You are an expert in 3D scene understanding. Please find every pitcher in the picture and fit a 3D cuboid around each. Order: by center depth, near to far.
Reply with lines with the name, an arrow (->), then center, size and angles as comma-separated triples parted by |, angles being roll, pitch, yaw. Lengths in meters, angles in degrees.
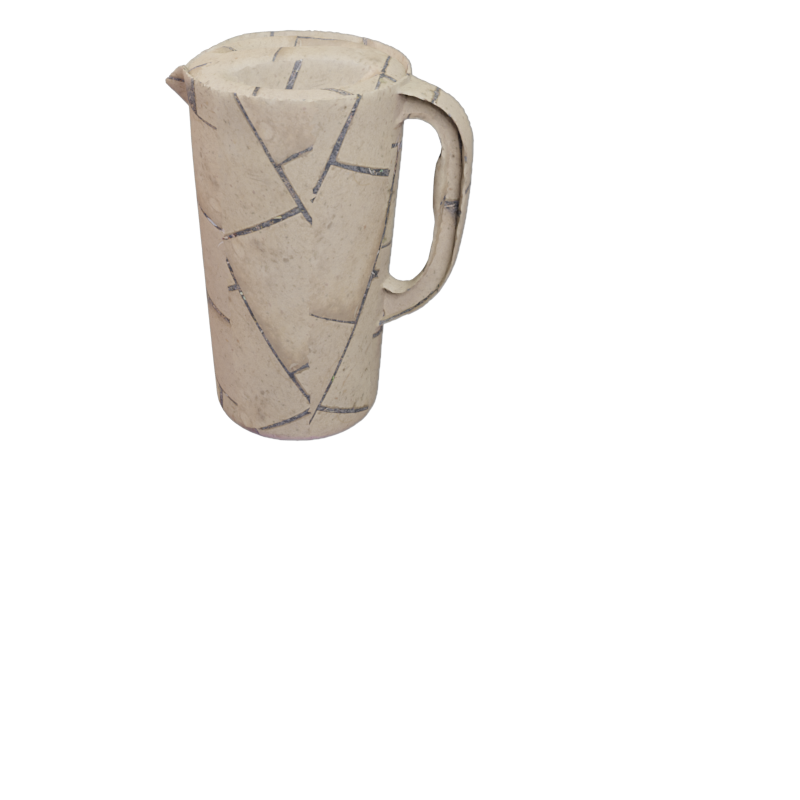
pitcher -> -0.054, -0.098, 0.688 | 0.142, 0.229, 0.161 | -14, 33, -25
